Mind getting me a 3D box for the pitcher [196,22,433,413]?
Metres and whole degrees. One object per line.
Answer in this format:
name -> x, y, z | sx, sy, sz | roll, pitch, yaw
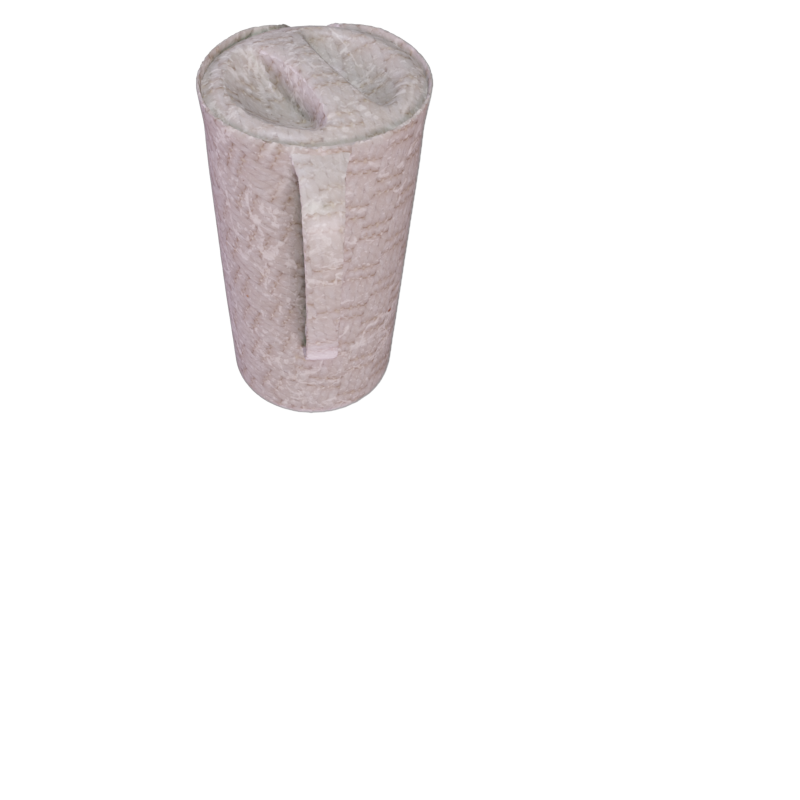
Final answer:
pitcher -> -0.054, -0.099, 0.690 | 0.153, 0.226, 0.151 | 31, 51, 25
